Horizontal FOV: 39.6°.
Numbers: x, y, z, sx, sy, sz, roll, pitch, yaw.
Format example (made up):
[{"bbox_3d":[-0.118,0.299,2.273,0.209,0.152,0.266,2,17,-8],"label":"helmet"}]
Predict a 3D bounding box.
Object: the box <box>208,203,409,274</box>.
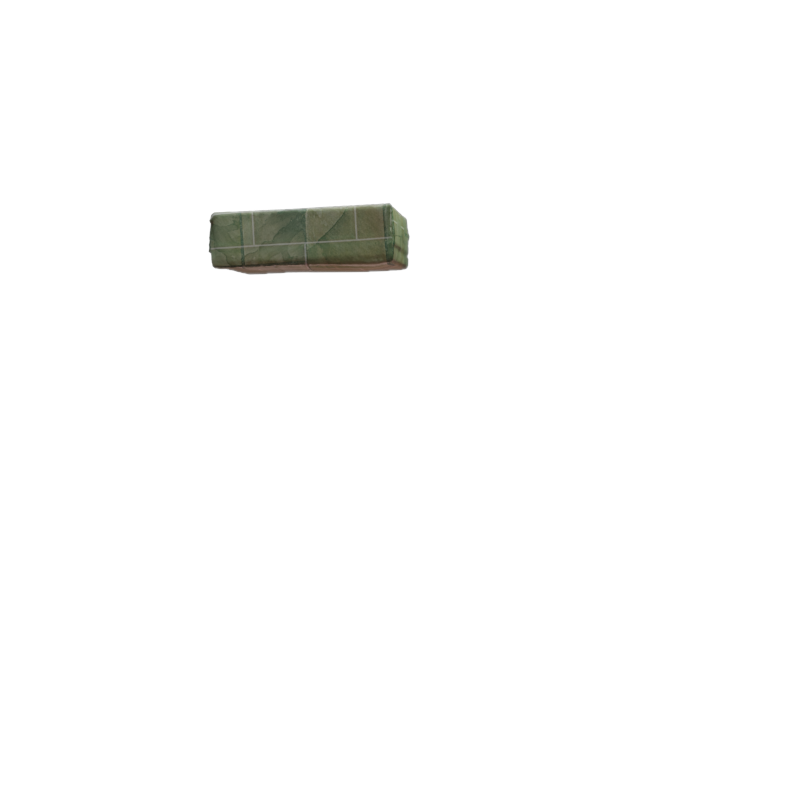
[{"bbox_3d":[-0.055,-0.100,0.699,0.115,0.039,0.089,1,3,9],"label":"box"}]
